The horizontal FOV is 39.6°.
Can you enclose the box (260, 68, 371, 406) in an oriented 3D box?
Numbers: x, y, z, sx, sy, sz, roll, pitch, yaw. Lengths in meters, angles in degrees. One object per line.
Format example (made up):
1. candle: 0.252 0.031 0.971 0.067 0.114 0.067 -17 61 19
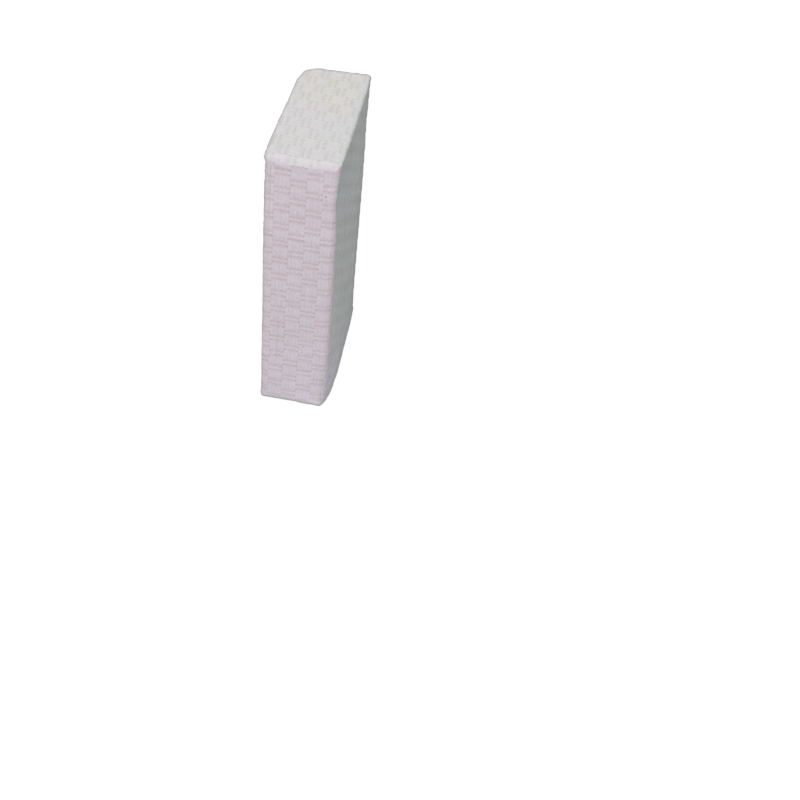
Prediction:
1. box: -0.050 -0.090 0.631 0.049 0.164 0.099 8 43 5
